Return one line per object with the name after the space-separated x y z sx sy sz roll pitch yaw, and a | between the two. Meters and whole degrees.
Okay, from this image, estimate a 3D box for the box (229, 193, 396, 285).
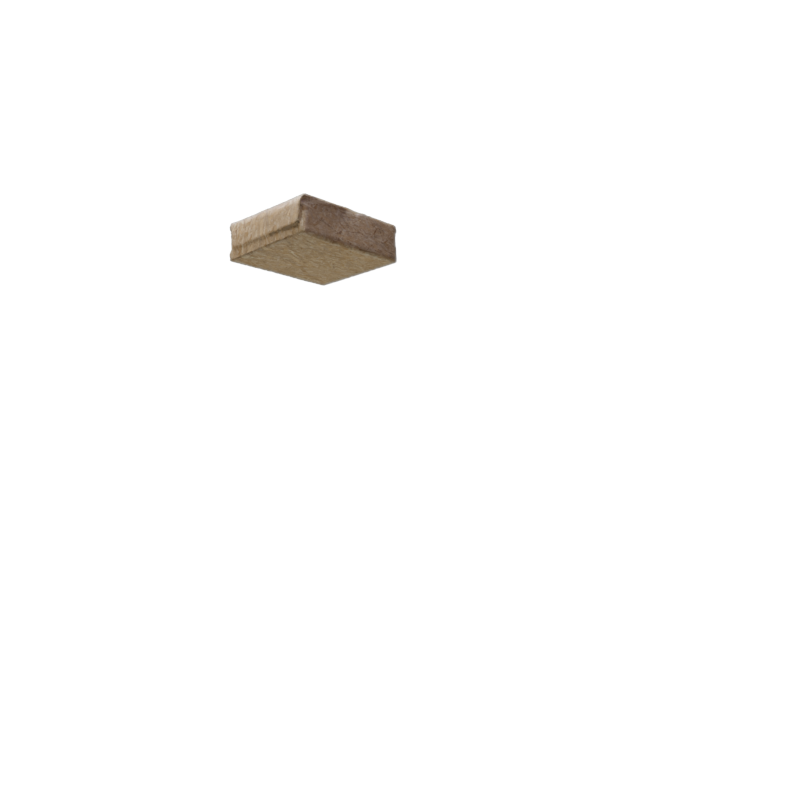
-0.058 -0.106 0.743 0.084 0.031 0.074 13 -19 -43 | box
